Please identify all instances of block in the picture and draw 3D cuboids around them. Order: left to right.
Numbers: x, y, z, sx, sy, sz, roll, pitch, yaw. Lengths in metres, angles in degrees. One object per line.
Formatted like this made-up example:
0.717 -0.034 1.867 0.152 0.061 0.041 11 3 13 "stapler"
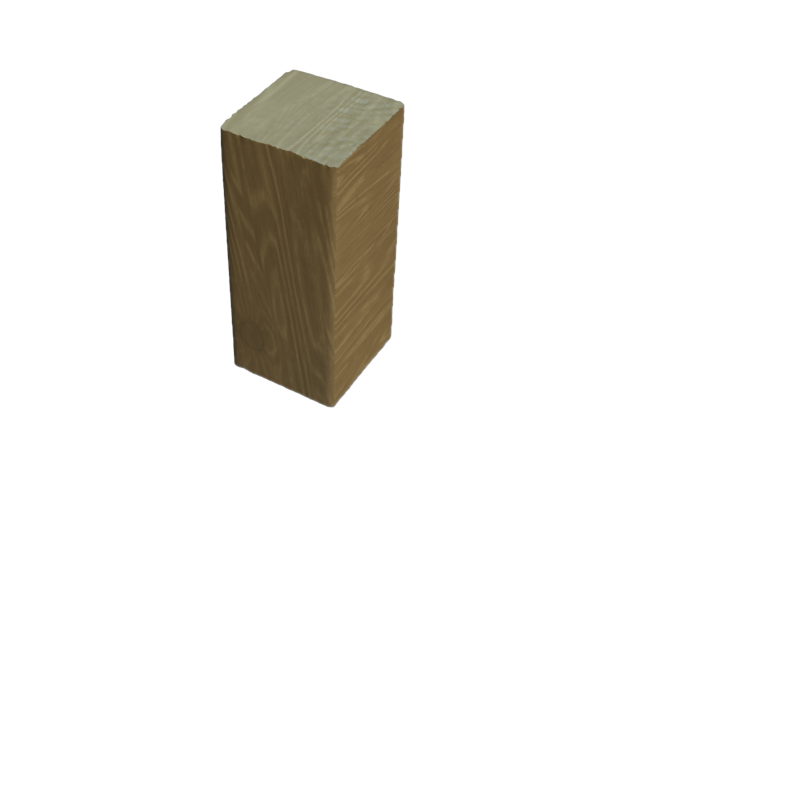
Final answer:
-0.061 -0.110 0.767 0.094 0.192 0.093 22 45 20 "block"
